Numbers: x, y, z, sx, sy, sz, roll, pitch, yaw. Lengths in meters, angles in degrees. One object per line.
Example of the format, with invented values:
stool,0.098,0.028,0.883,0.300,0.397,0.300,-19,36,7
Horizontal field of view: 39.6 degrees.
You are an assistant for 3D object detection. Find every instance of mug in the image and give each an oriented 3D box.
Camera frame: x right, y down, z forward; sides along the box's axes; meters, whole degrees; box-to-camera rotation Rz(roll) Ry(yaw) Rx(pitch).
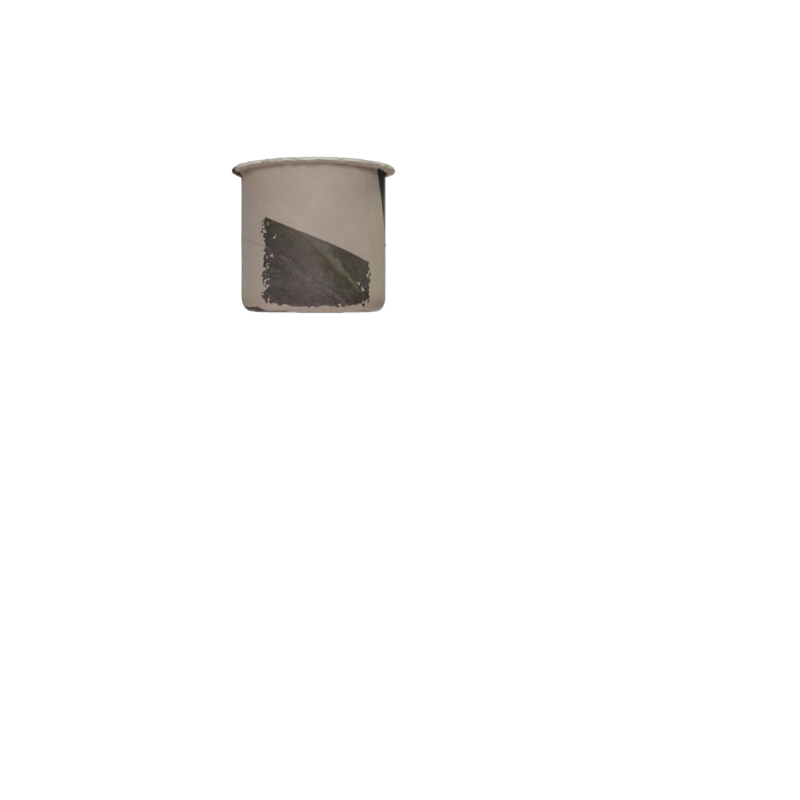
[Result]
mug,-0.050,-0.092,0.641,0.093,0.082,0.117,0,1,-4
